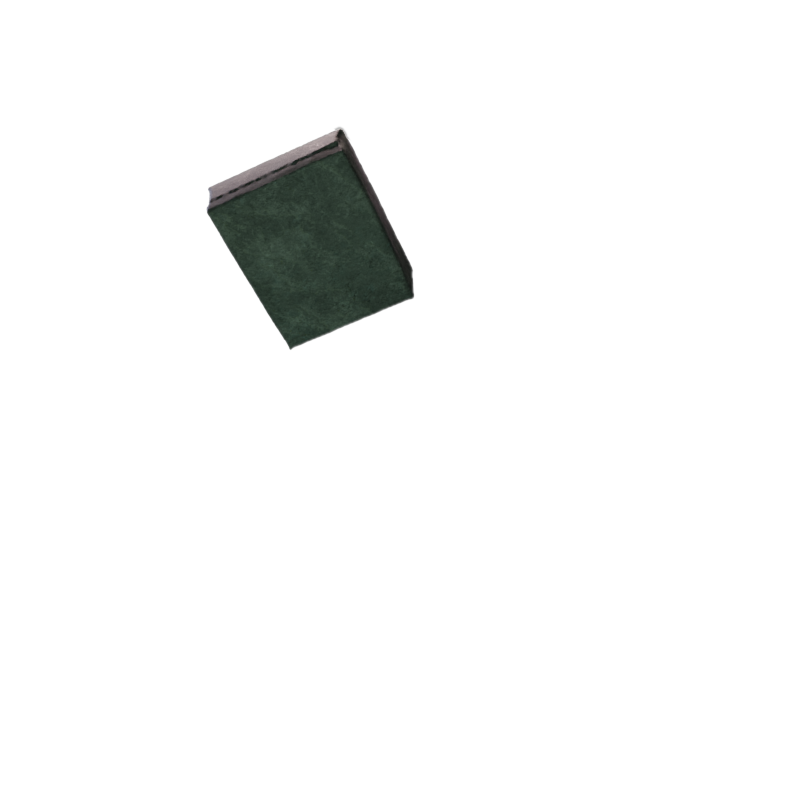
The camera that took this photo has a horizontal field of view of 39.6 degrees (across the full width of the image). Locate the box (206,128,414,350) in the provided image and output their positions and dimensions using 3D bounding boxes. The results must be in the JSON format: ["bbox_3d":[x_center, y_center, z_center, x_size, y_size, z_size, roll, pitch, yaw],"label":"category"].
[{"bbox_3d":[-0.052,-0.096,0.671,0.090,0.106,0.041,-22,28,11],"label":"box"}]
